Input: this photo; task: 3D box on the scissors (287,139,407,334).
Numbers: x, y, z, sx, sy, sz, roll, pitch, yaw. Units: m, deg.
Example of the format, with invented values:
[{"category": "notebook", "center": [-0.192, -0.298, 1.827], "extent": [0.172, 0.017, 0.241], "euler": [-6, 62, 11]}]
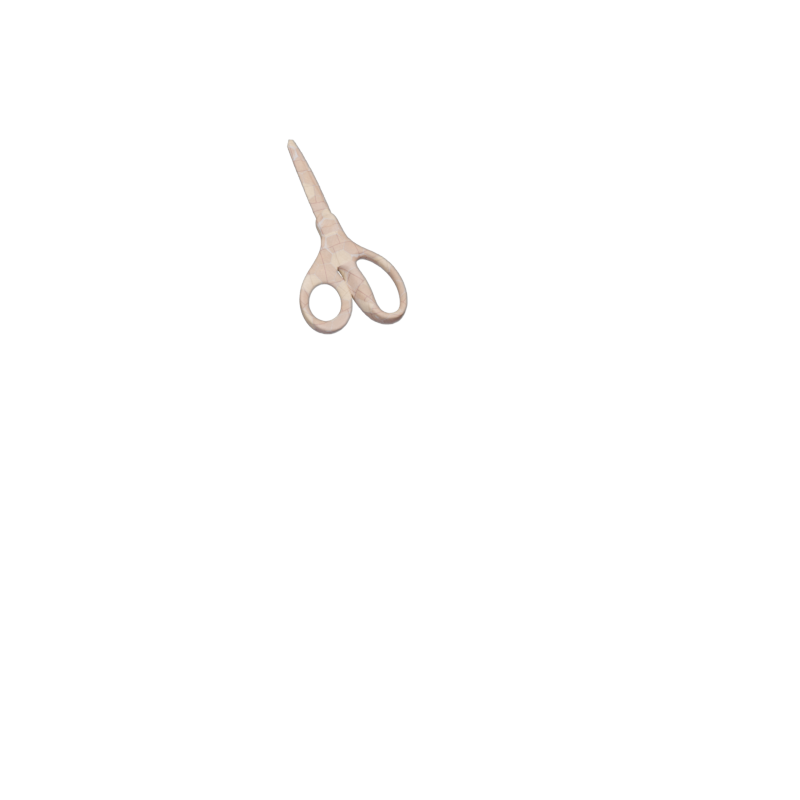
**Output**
[{"category": "scissors", "center": [-0.073, -0.134, 0.939], "extent": [0.096, 0.214, 0.015], "euler": [-32, -26, -17]}]
